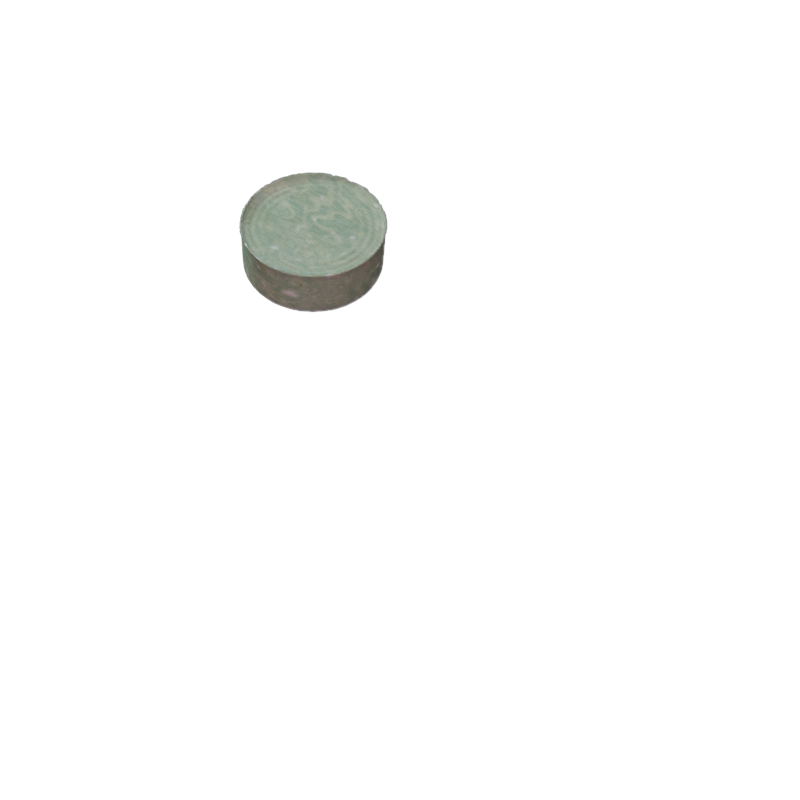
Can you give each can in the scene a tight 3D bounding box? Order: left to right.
[{"bbox_3d":[-0.051,-0.093,0.653,0.086,0.092,0.031,-1,-41,-1],"label":"can"}]
